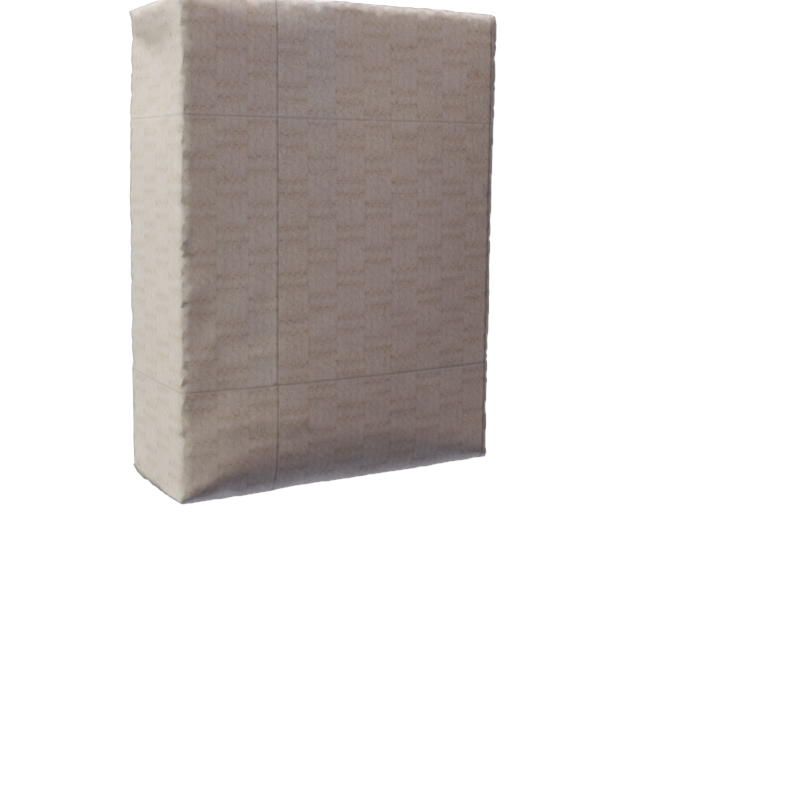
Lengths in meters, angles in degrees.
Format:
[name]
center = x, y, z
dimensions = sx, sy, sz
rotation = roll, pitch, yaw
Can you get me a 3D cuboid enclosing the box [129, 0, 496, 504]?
[box]
center = -0.040, -0.074, 0.517
dimensions = 0.159, 0.211, 0.075
rotation = -4, 6, -31
